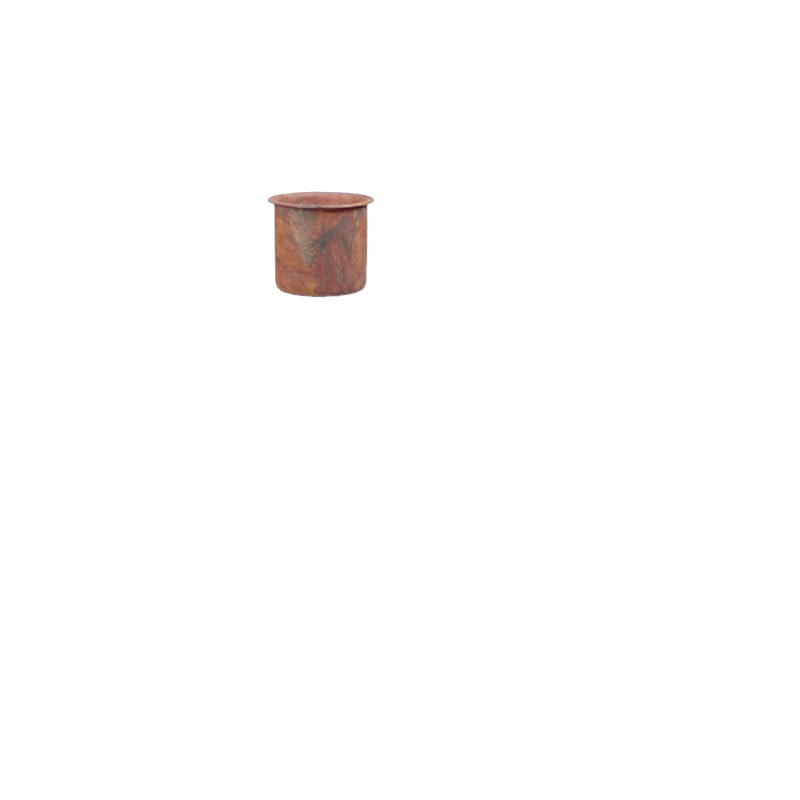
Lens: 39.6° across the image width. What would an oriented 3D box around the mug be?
[{"bbox_3d":[-0.077,-0.141,0.988,0.091,0.079,0.124,-10,18,-35],"label":"mug"}]
